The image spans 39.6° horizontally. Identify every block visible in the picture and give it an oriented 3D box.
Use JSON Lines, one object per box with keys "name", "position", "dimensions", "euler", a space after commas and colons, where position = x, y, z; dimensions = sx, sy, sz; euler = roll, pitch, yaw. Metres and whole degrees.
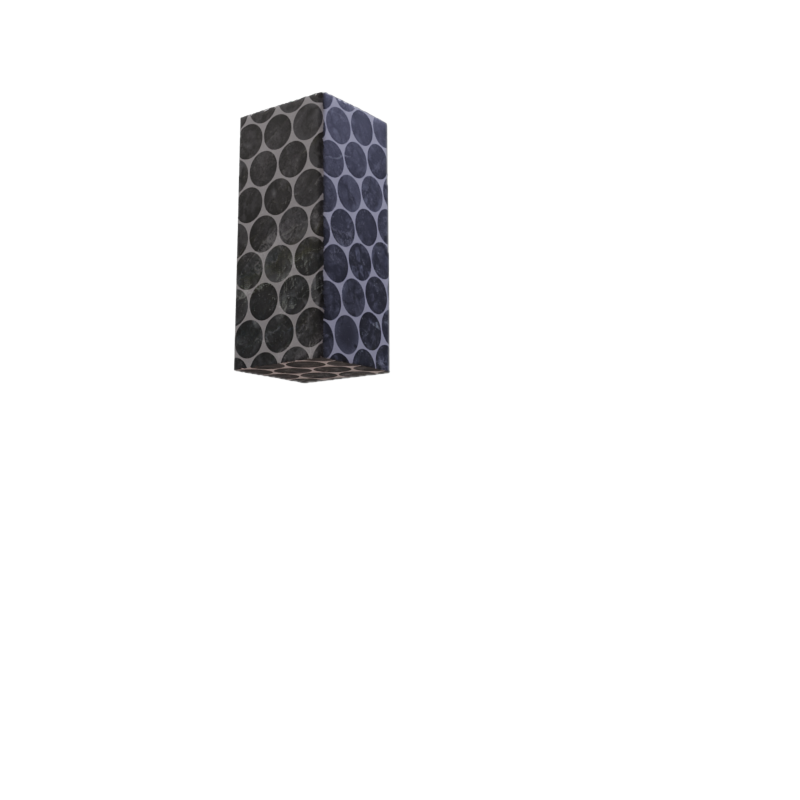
{"name": "block", "position": [-0.068, -0.125, 0.875], "dimensions": [0.093, 0.214, 0.085], "euler": [-11, -17, 35]}
